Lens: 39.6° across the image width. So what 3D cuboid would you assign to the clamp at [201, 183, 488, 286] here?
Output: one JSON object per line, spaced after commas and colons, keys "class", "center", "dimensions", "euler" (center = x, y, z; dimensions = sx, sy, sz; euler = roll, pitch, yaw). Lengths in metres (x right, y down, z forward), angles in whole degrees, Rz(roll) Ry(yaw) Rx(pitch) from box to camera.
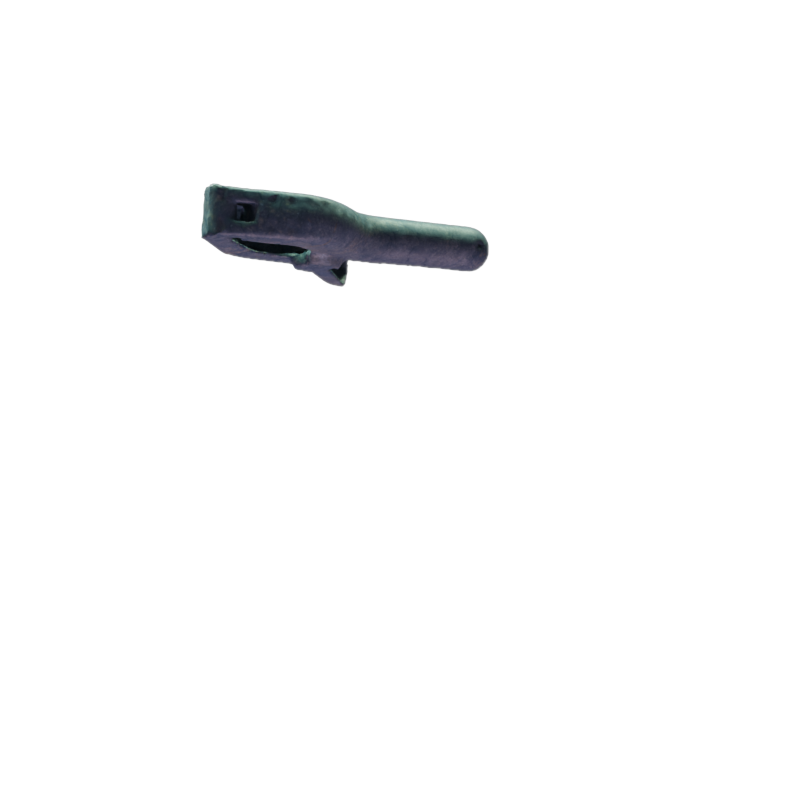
{"class": "clamp", "center": [-0.049, -0.089, 0.621], "dimensions": [0.163, 0.041, 0.122], "euler": [8, -14, -39]}
